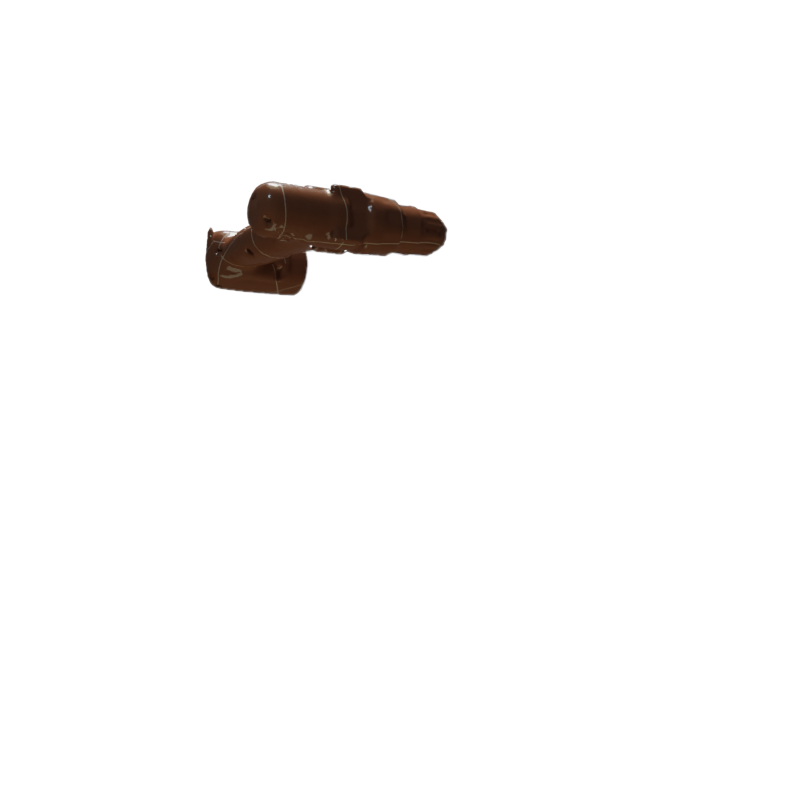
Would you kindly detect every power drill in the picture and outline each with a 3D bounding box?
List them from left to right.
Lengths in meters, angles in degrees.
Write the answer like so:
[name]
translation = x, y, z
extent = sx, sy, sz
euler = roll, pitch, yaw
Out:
[power drill]
translation = -0.077, -0.141, 0.985
extent = 0.177, 0.059, 0.189
euler = 7, -14, -30
